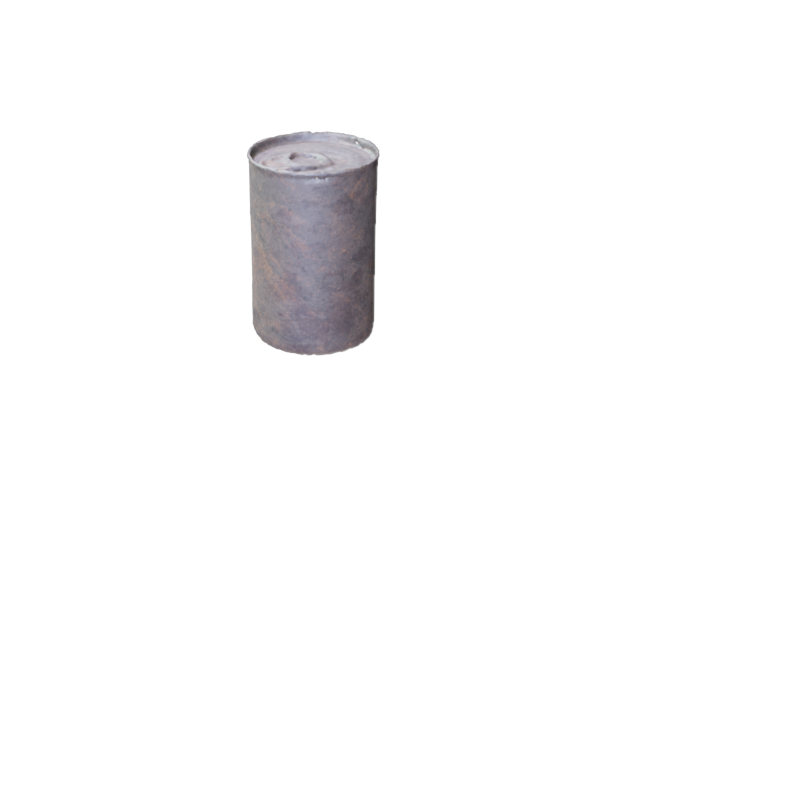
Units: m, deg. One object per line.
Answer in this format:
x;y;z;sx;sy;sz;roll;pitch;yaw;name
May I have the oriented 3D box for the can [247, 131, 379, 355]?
-0.046;-0.084;0.588;0.068;0.097;0.072;0;26;-2;can
